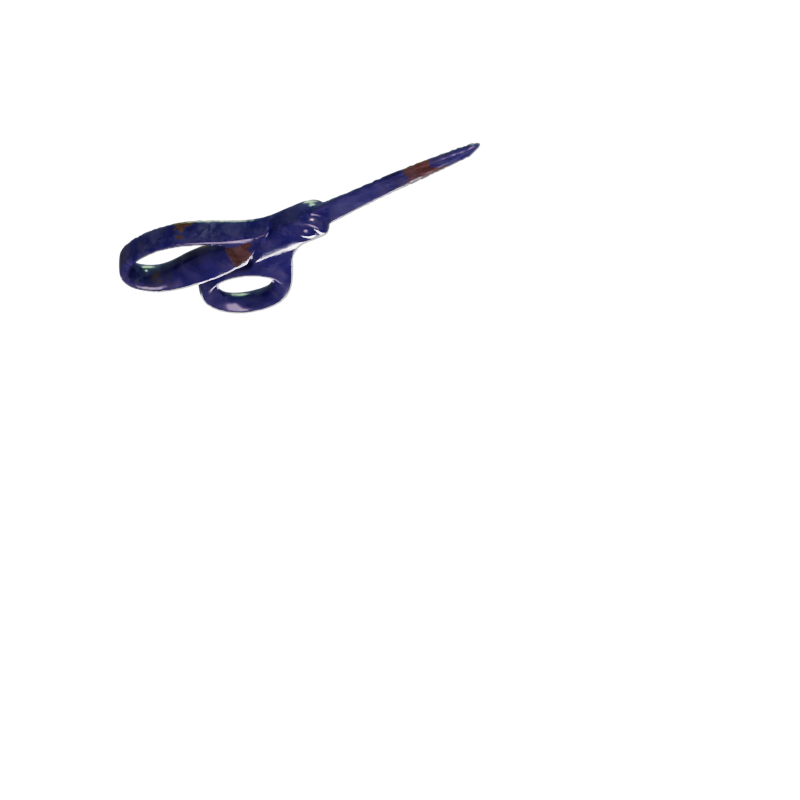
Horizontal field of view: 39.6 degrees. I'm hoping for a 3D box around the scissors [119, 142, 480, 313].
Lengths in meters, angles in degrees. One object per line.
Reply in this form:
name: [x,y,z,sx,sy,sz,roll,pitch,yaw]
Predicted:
scissors: [-0.042,-0.076,0.533,0.205,0.017,0.090,-9,-22,24]
